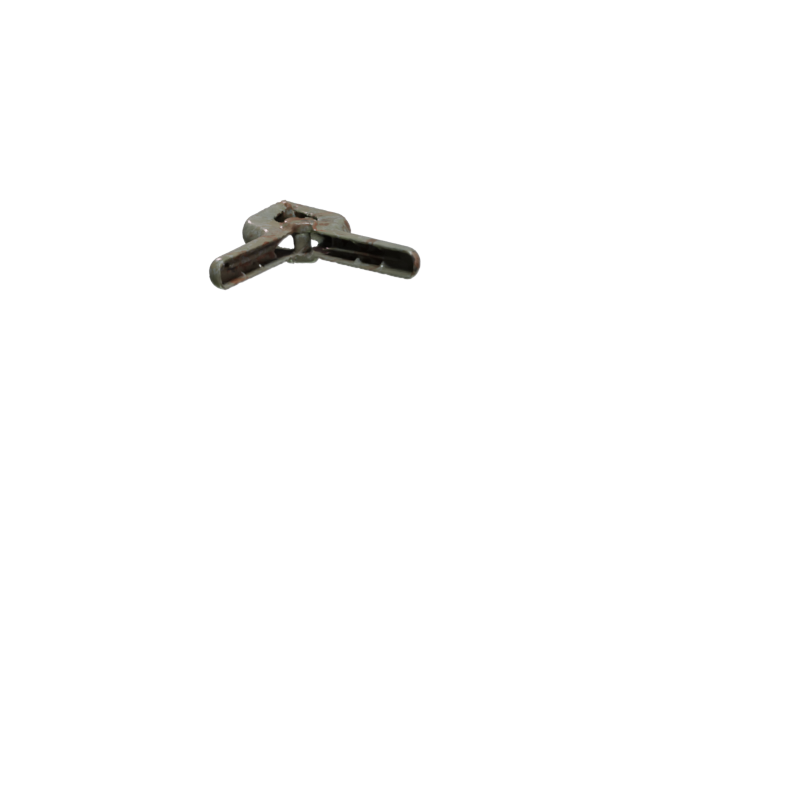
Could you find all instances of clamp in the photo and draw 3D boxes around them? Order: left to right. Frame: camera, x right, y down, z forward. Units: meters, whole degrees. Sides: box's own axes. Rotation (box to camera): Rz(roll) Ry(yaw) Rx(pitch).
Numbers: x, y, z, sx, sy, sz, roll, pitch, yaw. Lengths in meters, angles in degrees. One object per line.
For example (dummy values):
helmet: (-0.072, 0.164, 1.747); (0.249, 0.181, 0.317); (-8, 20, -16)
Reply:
clamp: (-0.074, -0.134, 0.941); (0.164, 0.035, 0.220); (-1, 21, -4)
